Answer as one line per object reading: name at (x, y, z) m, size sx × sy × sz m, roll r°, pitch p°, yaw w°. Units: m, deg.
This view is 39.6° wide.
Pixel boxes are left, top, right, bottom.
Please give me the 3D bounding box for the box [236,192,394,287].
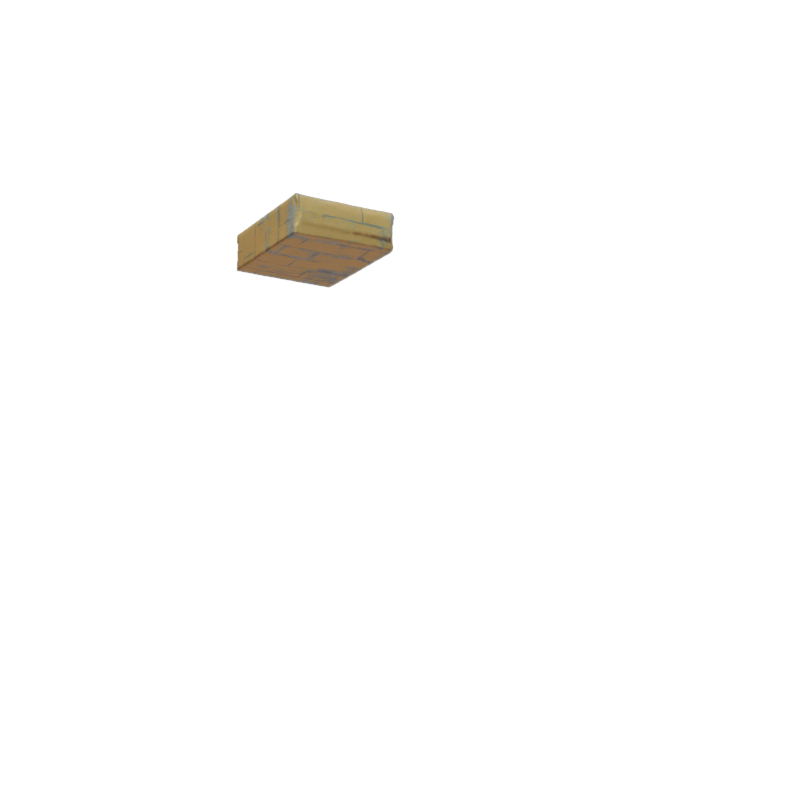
box at (-0.057, -0.105, 0.732) m, size 0.070 × 0.031 × 0.089 m, roll 8°, pitch -16°, yaw -30°
